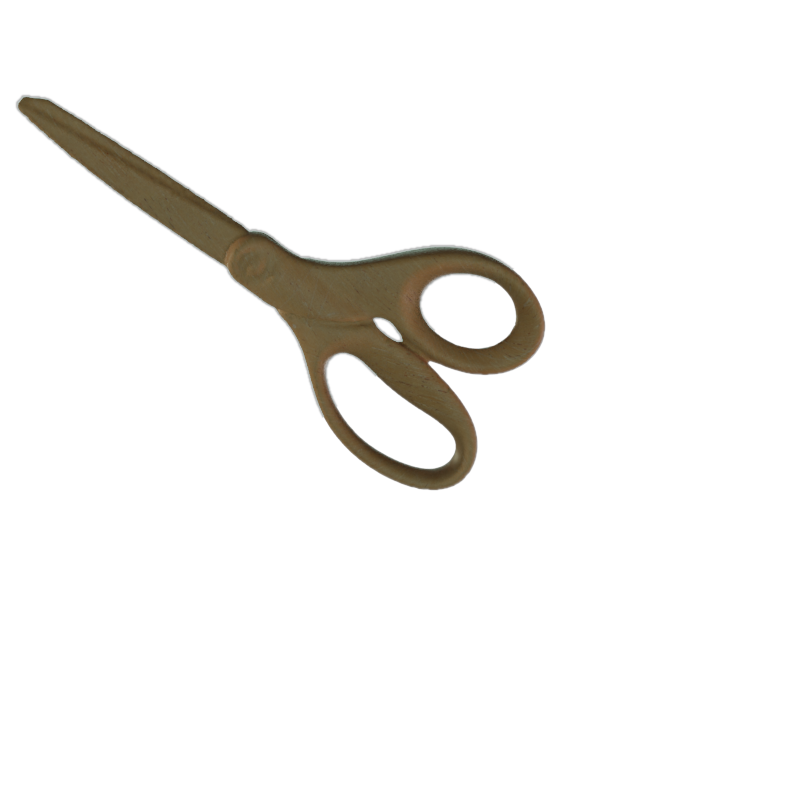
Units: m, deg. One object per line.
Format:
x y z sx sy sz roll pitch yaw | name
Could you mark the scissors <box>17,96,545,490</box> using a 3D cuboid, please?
-0.030 -0.055 0.384 0.096 0.197 0.016 -39 9 8 | scissors
